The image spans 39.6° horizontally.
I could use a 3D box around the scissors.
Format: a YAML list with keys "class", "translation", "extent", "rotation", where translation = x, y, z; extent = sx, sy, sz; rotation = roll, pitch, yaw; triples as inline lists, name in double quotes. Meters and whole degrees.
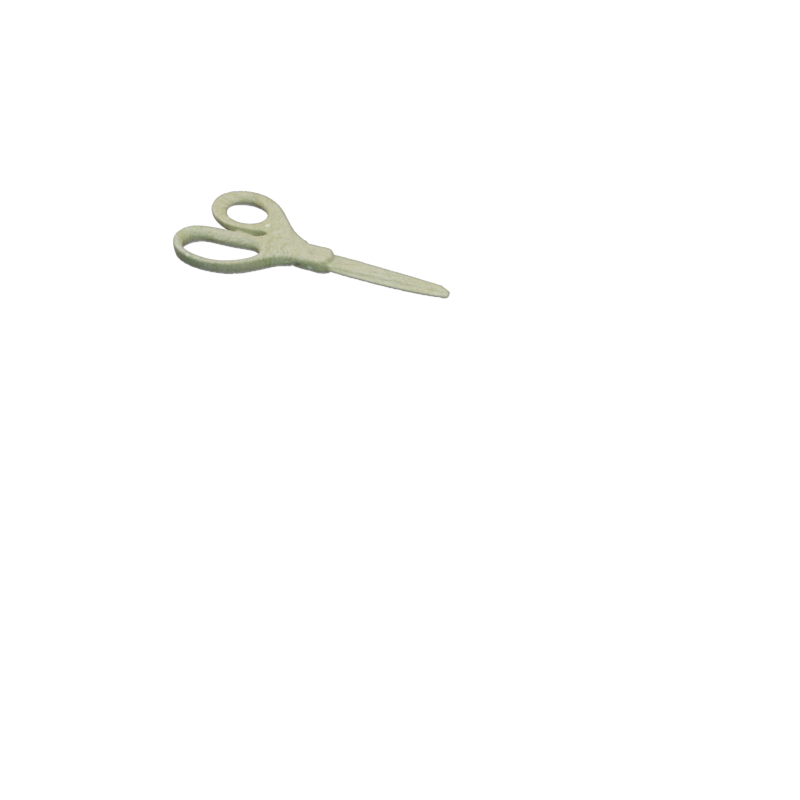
- class: "scissors"
  translation: [-0.064, -0.116, 0.811]
  extent: [0.203, 0.015, 0.102]
  rotation: [5, 44, 5]
